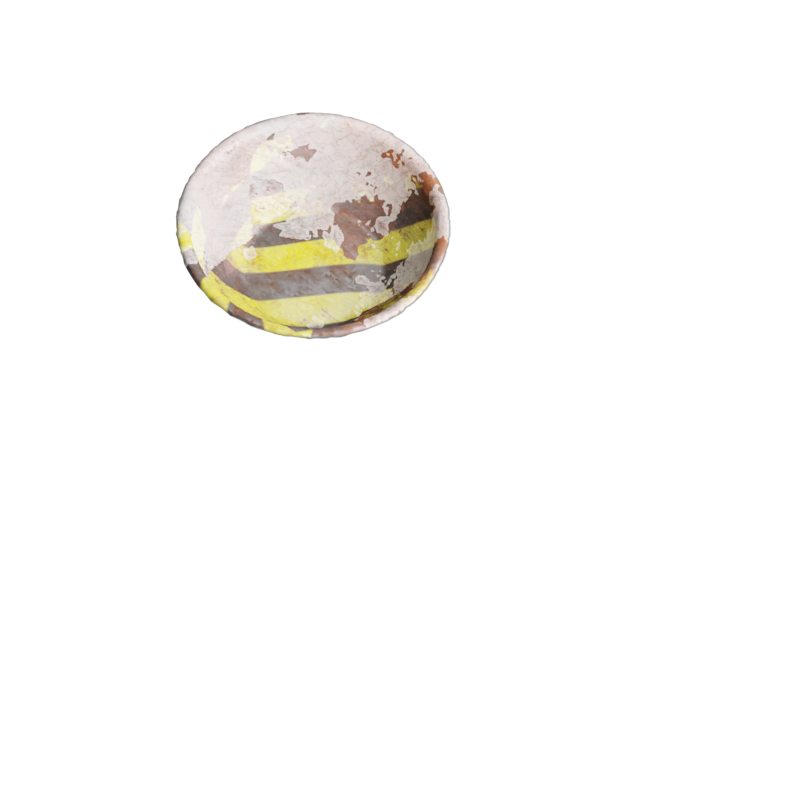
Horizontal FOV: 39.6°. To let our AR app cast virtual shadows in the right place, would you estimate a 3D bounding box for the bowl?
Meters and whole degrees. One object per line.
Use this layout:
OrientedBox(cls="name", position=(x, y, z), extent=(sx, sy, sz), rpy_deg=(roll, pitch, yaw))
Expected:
OrientedBox(cls="bowl", position=(-0.053, -0.096, 0.672), extent=(0.162, 0.173, 0.052), rpy_deg=(-1, -32, -1))
